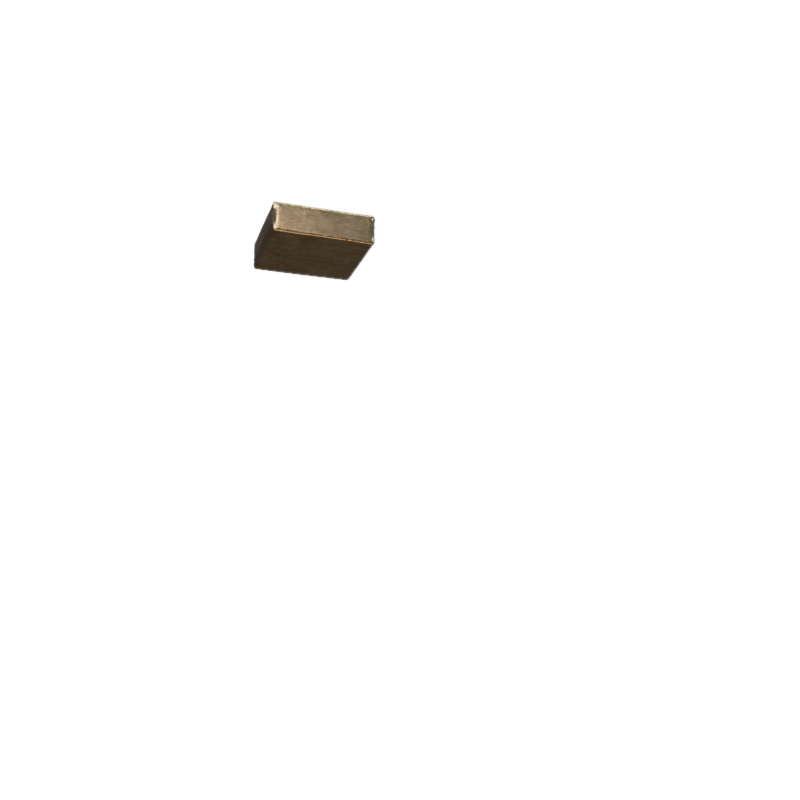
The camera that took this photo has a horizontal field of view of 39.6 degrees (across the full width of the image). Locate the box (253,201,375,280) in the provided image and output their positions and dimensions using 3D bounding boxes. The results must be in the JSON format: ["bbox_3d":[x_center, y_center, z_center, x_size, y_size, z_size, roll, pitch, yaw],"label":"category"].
[{"bbox_3d":[-0.073,-0.134,0.940,0.087,0.032,0.071,6,-24,-15],"label":"box"}]
